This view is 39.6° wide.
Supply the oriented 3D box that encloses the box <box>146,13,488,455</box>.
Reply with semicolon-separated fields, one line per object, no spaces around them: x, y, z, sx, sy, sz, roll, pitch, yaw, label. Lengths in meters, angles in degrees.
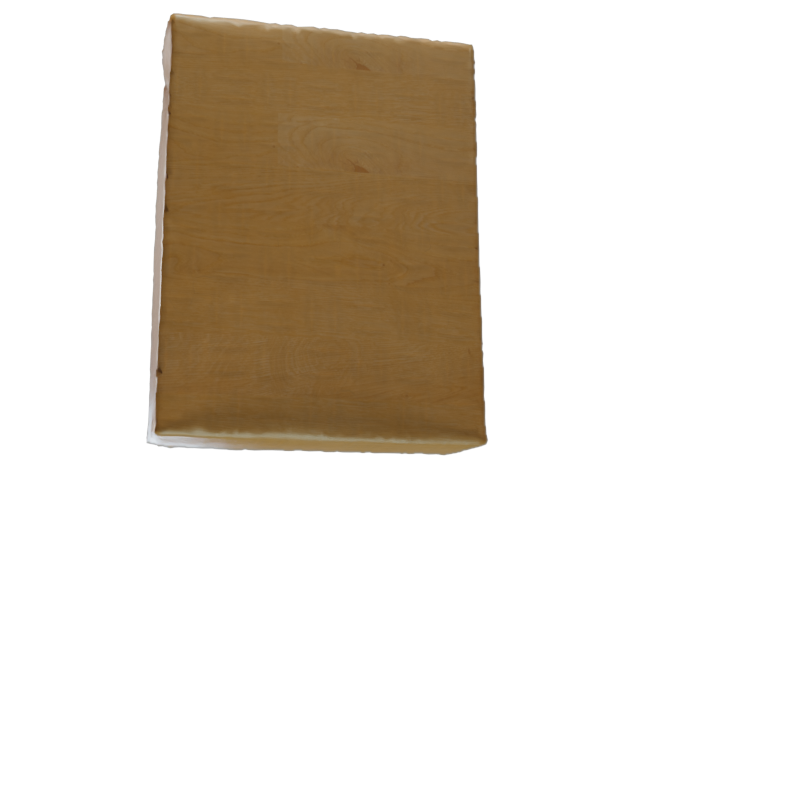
-0.045;-0.082;0.576;0.161;0.222;0.071;2;-15;-14;box
